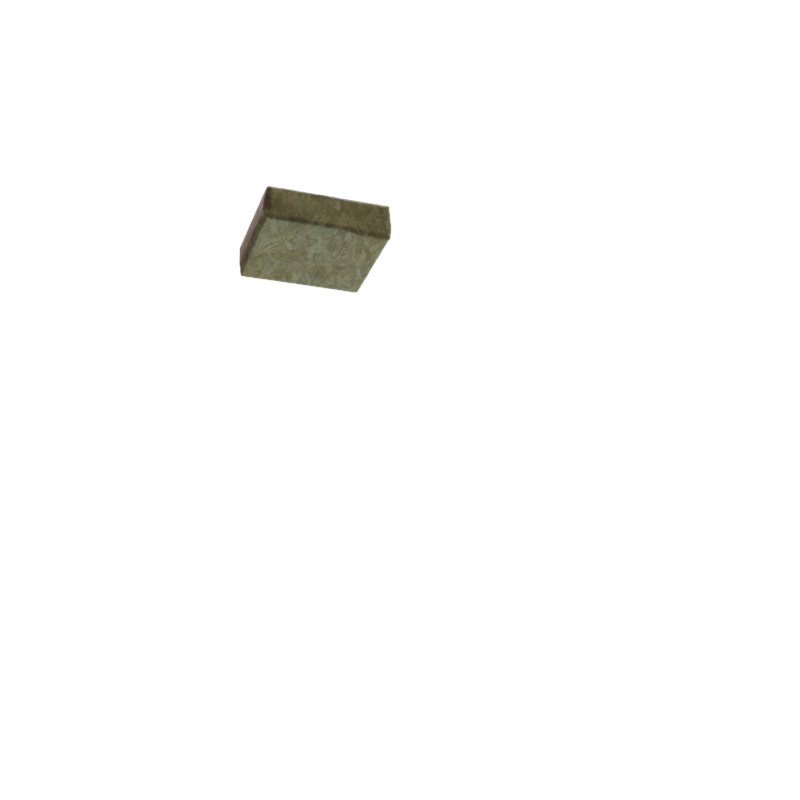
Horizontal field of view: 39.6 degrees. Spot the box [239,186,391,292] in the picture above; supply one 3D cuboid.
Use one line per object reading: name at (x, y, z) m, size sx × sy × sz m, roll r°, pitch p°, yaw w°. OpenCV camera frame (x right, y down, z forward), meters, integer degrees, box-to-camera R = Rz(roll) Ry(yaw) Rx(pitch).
box at (-0.075, -0.137, 0.961) m, size 0.111 × 0.041 × 0.086 m, roll 10°, pitch -32°, yaw -16°
